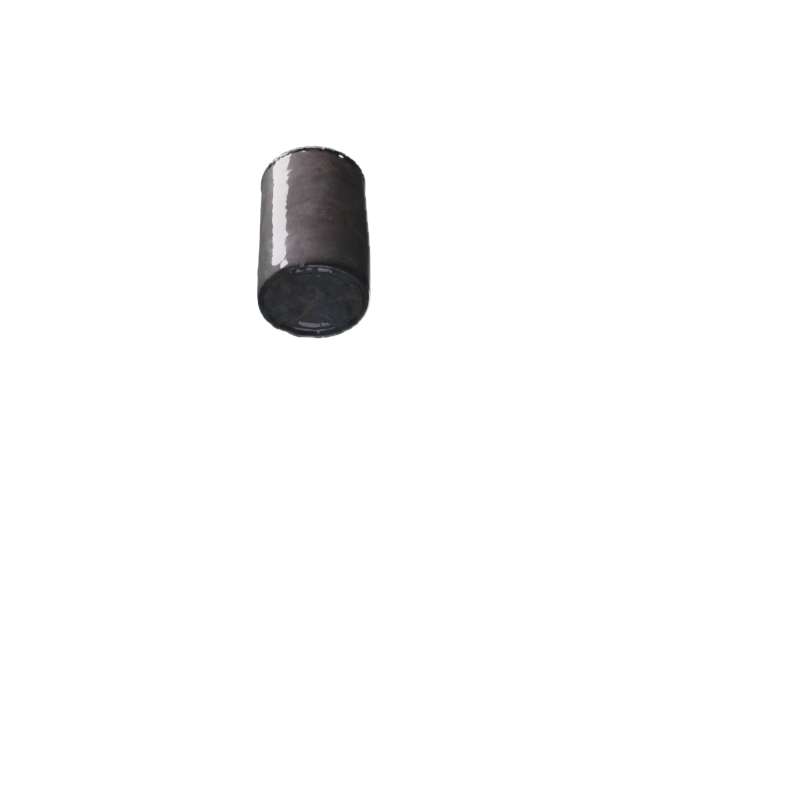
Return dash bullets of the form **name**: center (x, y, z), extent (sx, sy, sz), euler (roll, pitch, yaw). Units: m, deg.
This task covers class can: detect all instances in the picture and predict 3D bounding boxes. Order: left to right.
- **can**: center (-0.053, -0.097, 0.679), extent (0.068, 0.110, 0.064), euler (-1, -41, -3)
